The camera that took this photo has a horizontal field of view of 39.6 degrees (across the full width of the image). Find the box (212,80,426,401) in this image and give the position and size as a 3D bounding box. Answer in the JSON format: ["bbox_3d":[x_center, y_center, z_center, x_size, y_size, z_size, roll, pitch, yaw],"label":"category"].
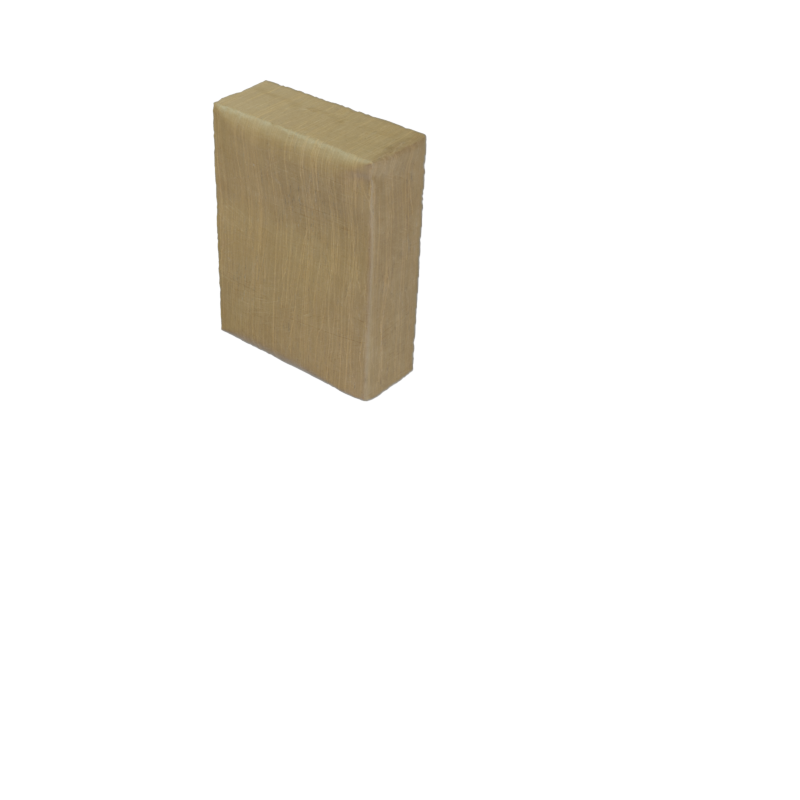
[{"bbox_3d":[-0.069,-0.125,0.876,0.174,0.201,0.072,26,40,32],"label":"box"}]
